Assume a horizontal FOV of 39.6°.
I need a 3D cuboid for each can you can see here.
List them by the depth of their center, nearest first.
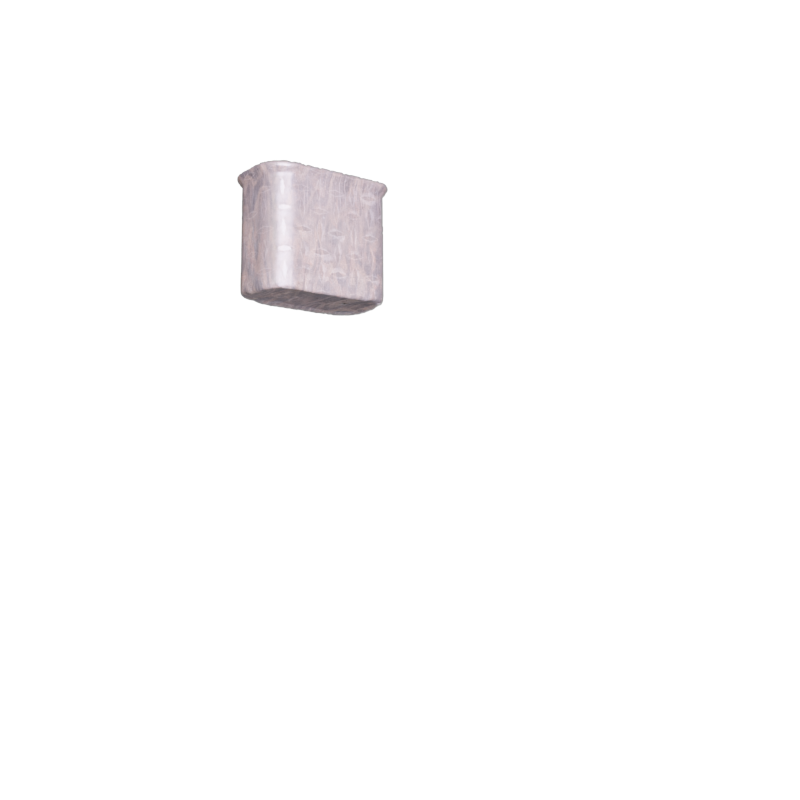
[{"bbox_3d":[-0.058,-0.106,0.741,0.097,0.087,0.058,8,-16,-35],"label":"can"}]
